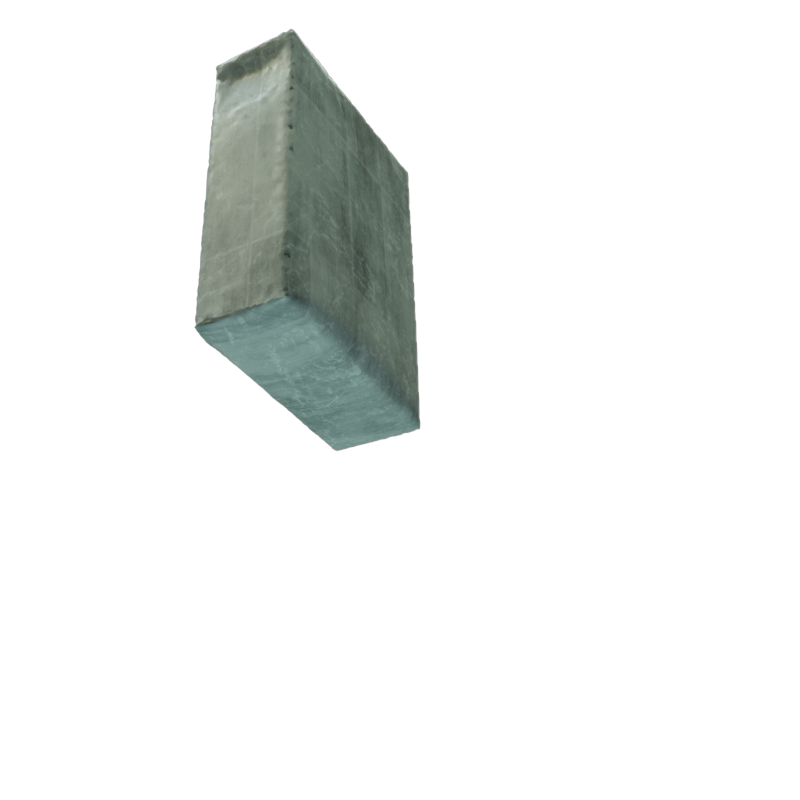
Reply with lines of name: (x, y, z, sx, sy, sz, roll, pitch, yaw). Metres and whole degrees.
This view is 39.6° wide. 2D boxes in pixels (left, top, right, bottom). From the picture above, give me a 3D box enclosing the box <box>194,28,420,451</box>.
box: (-0.055, -0.101, 0.707, 0.072, 0.229, 0.152, -20, -38, 22)
